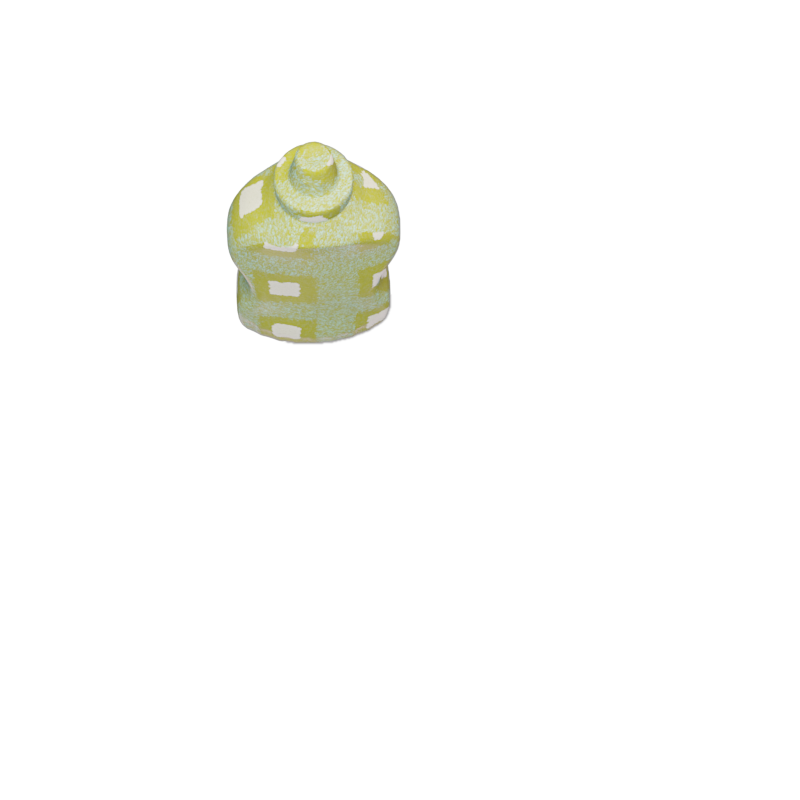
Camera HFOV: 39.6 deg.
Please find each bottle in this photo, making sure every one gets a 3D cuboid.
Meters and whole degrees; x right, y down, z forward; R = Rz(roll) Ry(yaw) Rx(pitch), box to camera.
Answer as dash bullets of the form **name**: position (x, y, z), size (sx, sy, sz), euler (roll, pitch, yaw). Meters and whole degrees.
- **bottle**: position (-0.049, -0.090, 0.629), size (0.096, 0.061, 0.183), euler (0, -19, -4)
